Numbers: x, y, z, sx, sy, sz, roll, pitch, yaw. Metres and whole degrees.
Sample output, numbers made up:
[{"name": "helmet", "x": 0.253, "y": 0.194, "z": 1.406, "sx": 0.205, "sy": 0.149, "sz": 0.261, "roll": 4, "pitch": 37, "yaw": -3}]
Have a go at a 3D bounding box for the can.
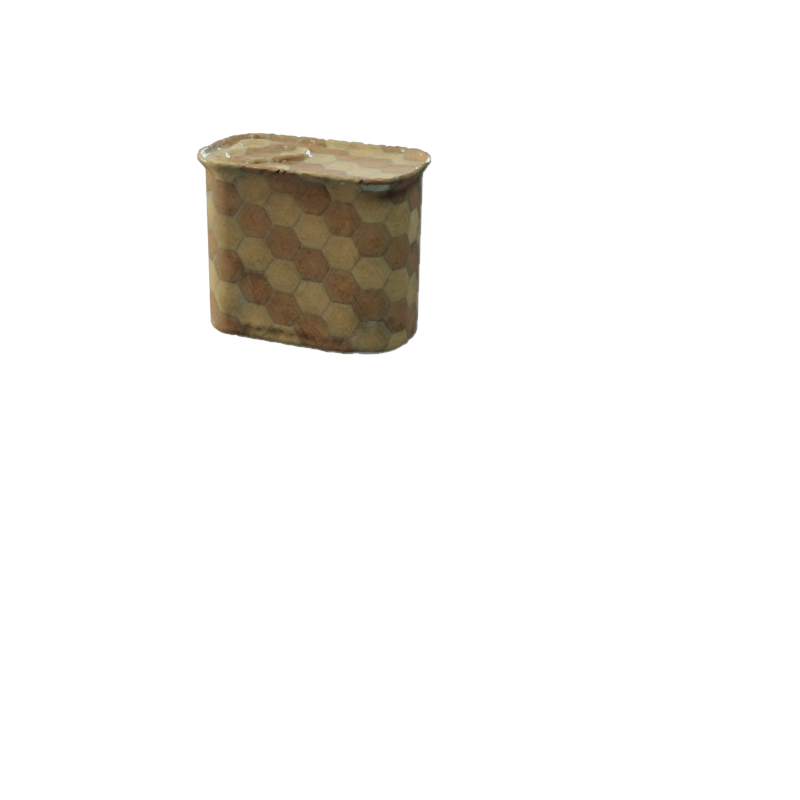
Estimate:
[{"name": "can", "x": -0.040, "y": -0.072, "z": 0.506, "sx": 0.105, "sy": 0.080, "sz": 0.058, "roll": 10, "pitch": 24, "yaw": 20}]
